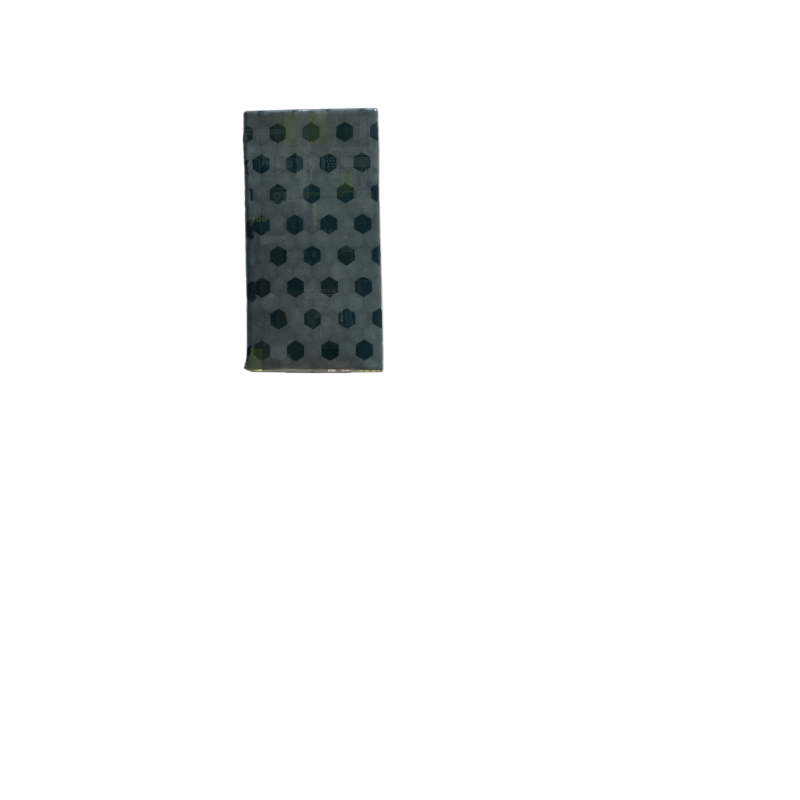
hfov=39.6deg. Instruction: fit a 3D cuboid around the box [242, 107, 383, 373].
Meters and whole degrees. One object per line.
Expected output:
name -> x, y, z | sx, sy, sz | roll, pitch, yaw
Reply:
box -> -0.059, -0.107, 0.750 | 0.093, 0.179, 0.047 | -1, -7, 2
